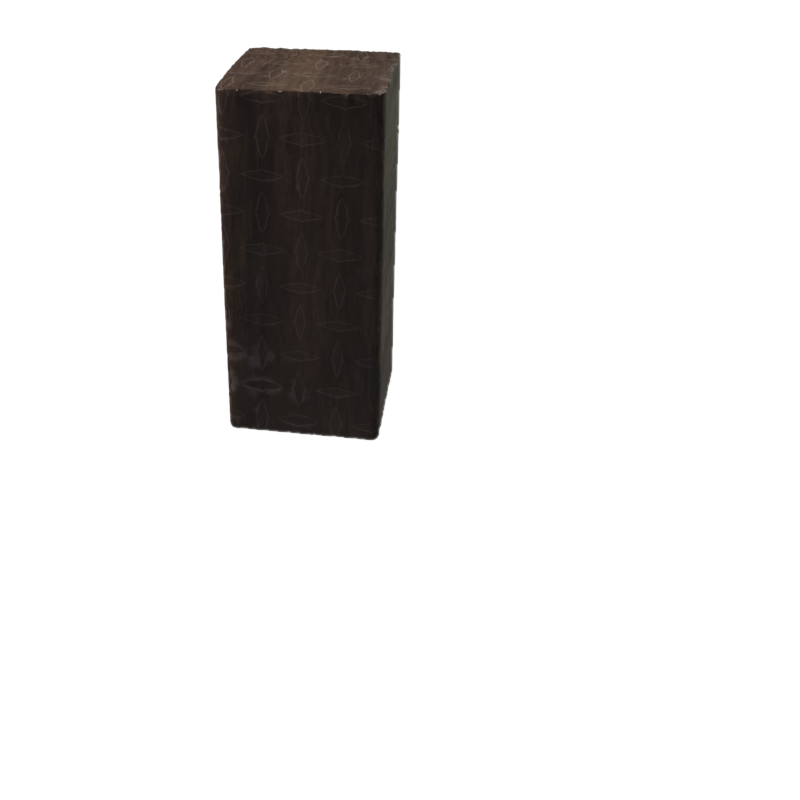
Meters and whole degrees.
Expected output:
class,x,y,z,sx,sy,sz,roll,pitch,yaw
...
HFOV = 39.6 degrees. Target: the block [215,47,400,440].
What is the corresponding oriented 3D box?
class,x,y,z,sx,sy,sz,roll,pitch,yaw
block,-0.050,-0.091,0.640,0.092,0.195,0.094,5,26,6
